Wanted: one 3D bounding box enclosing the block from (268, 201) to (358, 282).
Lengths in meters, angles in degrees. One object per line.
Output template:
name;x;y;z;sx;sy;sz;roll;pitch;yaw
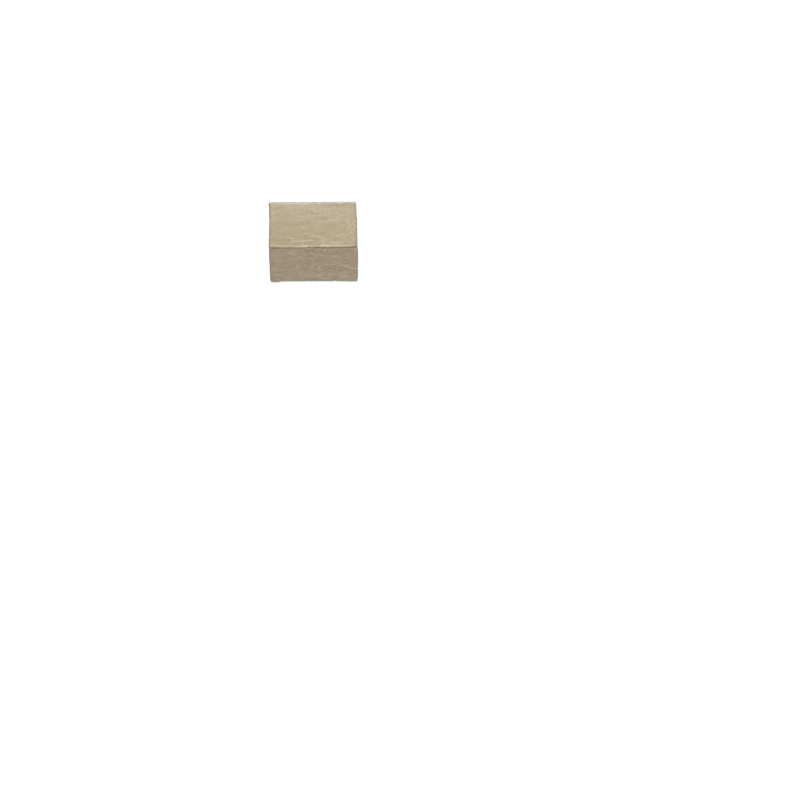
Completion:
block;-0.075;-0.137;0.963;0.078;0.055;0.049;0;-33;-2
